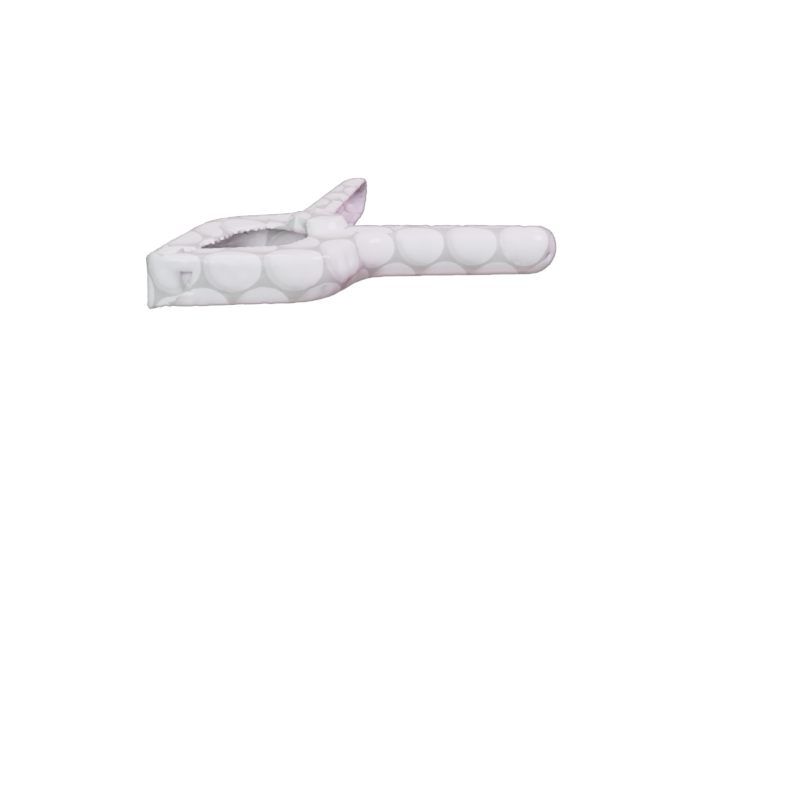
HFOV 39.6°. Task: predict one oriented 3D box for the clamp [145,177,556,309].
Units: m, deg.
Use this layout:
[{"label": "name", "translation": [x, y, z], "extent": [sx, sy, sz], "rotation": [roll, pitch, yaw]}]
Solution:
[{"label": "clamp", "translation": [-0.047, -0.085, 0.596], "extent": [0.205, 0.035, 0.175], "rotation": [-14, 26, -31]}]
